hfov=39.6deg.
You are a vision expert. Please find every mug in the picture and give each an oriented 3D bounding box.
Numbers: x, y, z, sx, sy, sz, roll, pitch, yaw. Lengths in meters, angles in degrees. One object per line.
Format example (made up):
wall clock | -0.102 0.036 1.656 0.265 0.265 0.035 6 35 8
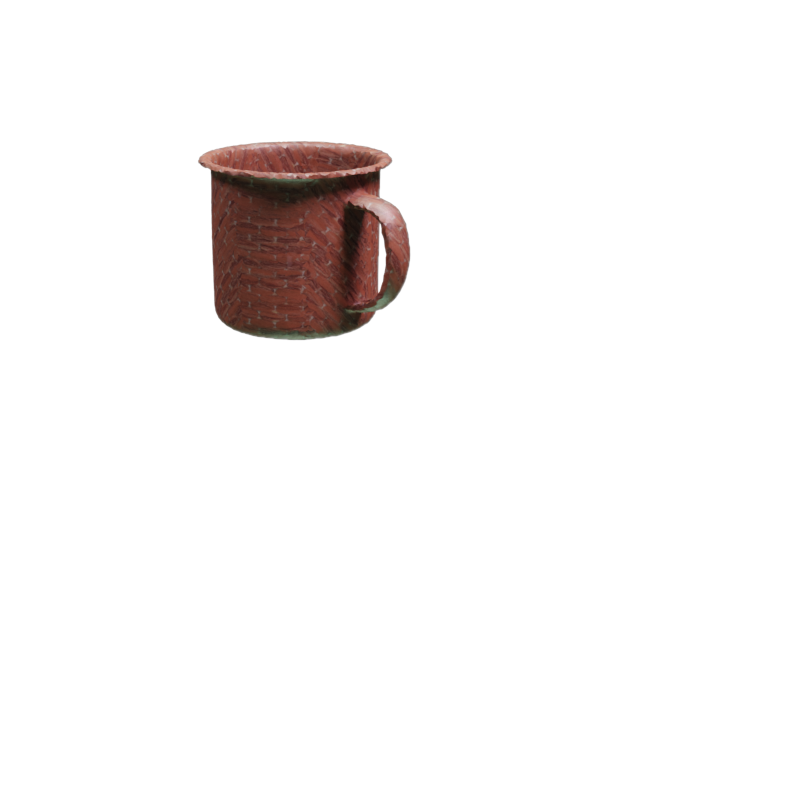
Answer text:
mug | -0.042 -0.077 0.536 0.124 0.078 0.092 17 25 39
